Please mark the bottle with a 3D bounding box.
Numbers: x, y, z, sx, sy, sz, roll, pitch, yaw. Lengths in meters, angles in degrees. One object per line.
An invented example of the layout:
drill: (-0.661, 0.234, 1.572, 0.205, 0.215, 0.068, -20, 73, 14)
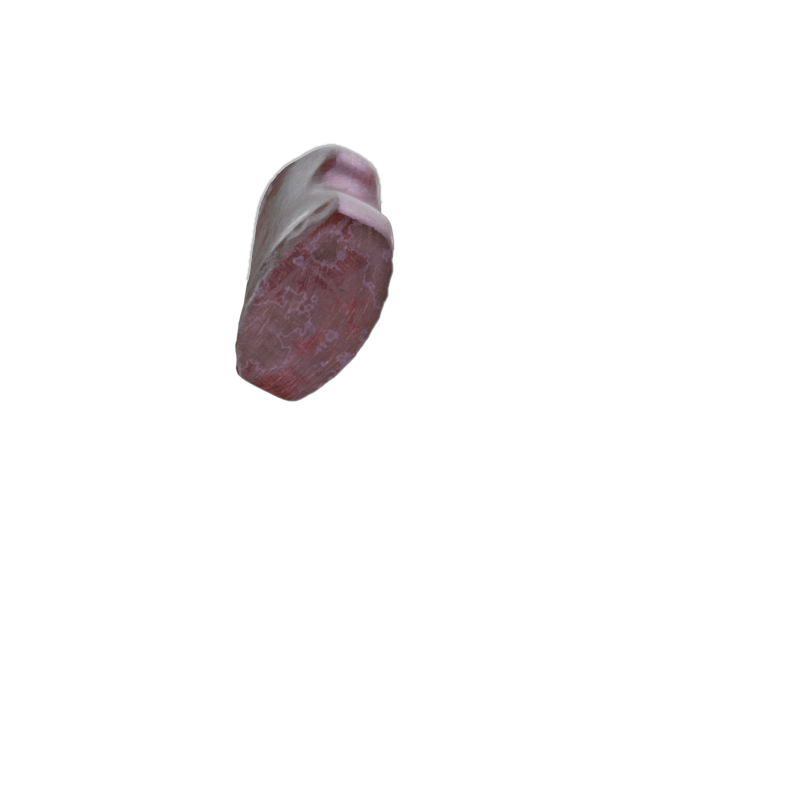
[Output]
bottle: (-0.046, -0.083, 0.583, 0.057, 0.094, 0.202, 26, 22, -16)
